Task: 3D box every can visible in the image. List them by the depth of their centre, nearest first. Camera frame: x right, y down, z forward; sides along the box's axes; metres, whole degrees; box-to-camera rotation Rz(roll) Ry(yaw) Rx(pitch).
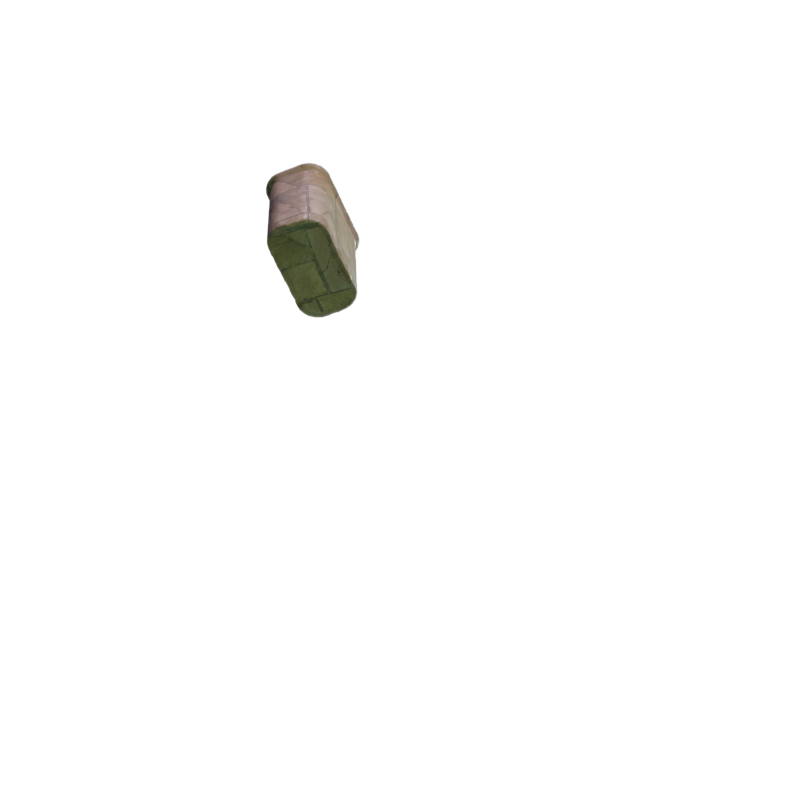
[{"bbox_3d":[-0.072,-0.132,0.925,0.058,0.095,0.090,-19,36,11],"label":"can"}]
